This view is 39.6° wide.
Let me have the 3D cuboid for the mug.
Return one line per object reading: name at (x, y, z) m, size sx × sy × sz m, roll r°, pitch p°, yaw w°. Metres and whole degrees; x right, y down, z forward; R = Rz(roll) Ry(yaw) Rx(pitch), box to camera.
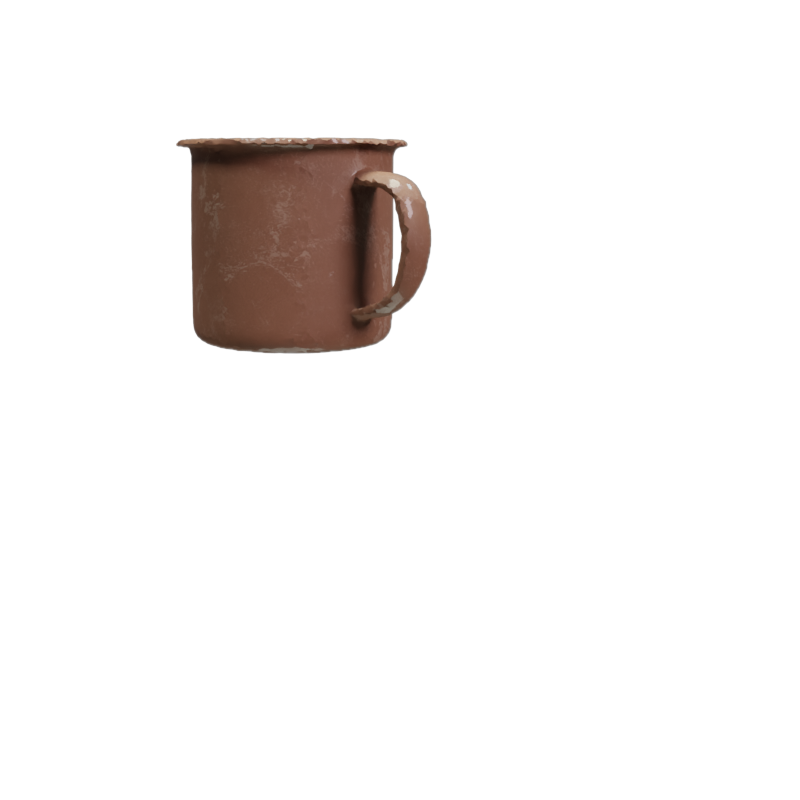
mug at (-0.035, -0.063, 0.443) m, size 0.123 × 0.080 × 0.090 m, roll 8°, pitch 12°, yaw 41°
